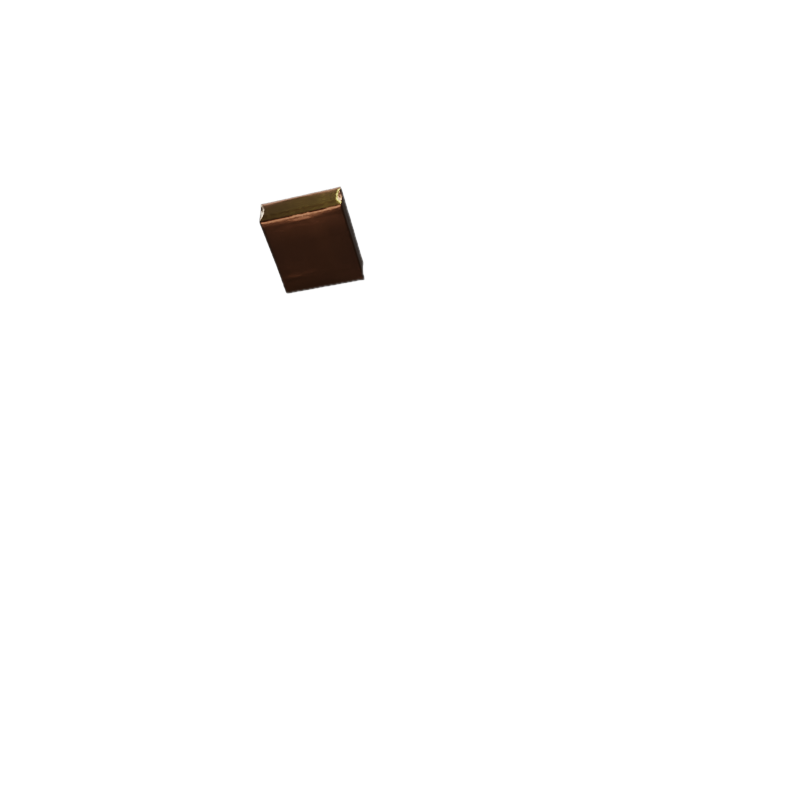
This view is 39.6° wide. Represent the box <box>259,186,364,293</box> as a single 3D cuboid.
[{"bbox_3d":[-0.076,-0.139,0.974,0.074,0.082,0.032,-11,42,9],"label":"box"}]
